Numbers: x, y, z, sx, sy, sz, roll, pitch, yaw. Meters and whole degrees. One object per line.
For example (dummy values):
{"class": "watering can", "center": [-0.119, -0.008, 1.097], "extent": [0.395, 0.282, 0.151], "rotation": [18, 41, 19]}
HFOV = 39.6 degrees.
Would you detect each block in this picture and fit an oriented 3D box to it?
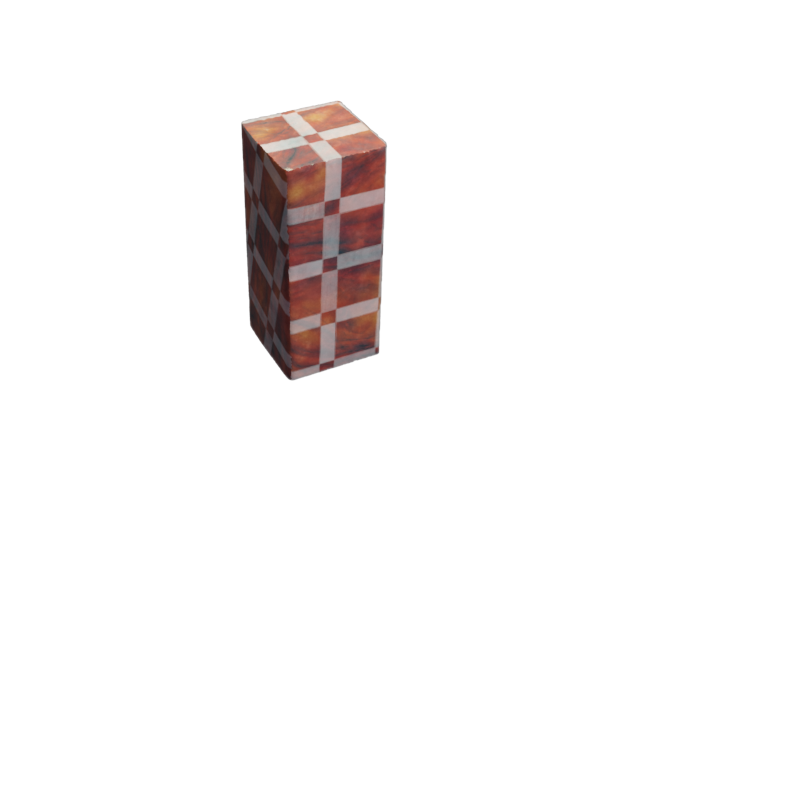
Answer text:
{"class": "block", "center": [-0.072, -0.131, 0.923], "extent": [0.089, 0.193, 0.098], "rotation": [-16, 40, -23]}
